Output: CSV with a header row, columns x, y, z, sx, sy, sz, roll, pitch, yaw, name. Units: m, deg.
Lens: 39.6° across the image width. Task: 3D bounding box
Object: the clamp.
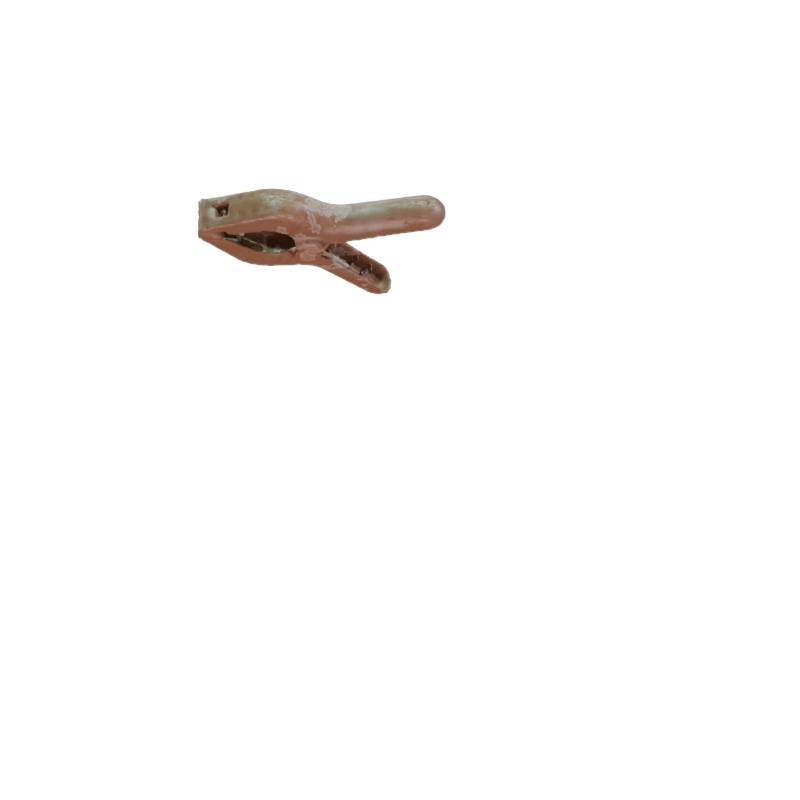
x,y,z,sx,sy,sz,roll,pitch,yaw,name
-0.063,-0.115,0.806,0.169,0.042,0.114,5,-32,-8,clamp
